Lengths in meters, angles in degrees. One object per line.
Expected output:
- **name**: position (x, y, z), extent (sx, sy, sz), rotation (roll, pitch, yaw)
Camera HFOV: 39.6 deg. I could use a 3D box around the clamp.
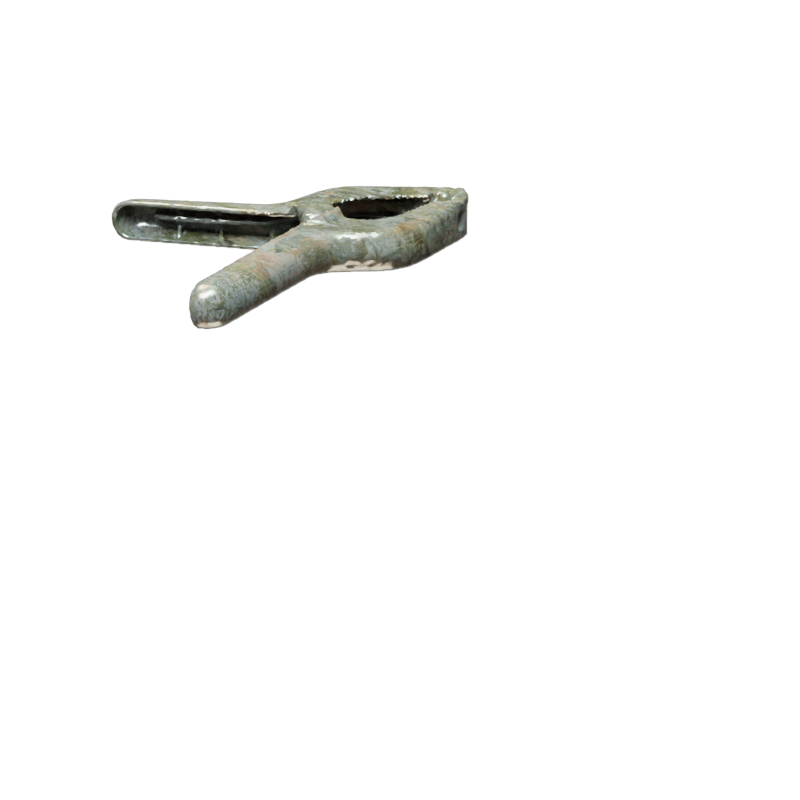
- **clamp**: position (-0.050, -0.091, 0.635), extent (0.206, 0.034, 0.176), rotation (-9, 29, -17)
